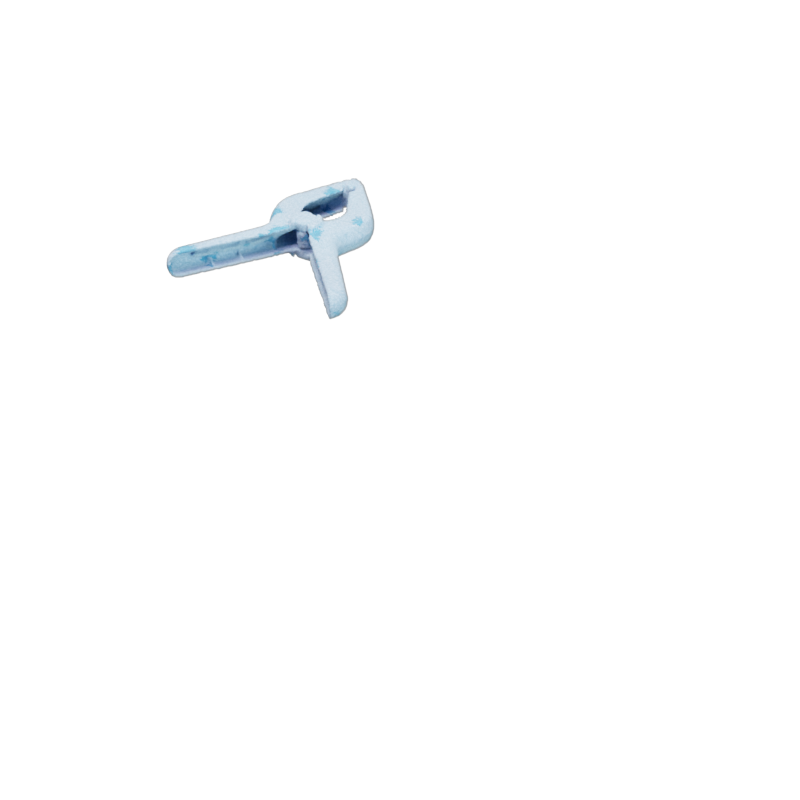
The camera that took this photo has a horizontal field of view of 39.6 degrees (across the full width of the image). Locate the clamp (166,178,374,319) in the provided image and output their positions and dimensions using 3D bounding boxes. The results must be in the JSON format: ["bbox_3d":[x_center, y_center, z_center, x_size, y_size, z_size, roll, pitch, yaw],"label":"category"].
[{"bbox_3d":[-0.075,-0.137,0.960,0.173,0.034,0.213,20,39,27],"label":"clamp"}]
